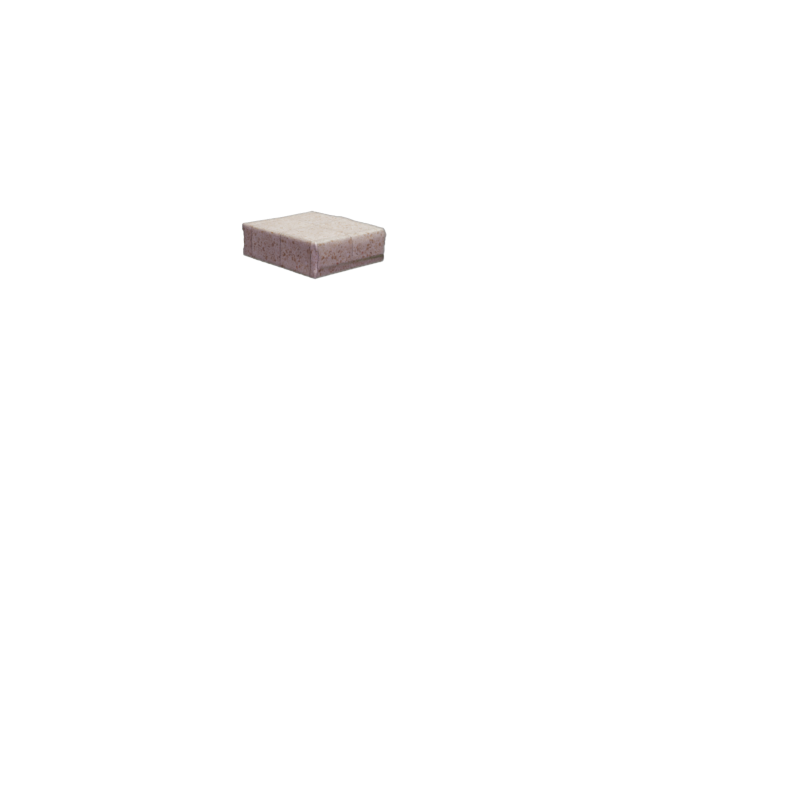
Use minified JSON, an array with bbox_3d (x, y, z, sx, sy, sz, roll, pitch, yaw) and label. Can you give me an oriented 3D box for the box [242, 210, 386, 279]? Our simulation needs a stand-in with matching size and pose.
[{"bbox_3d":[-0.067,-0.122,0.857,0.072,0.029,0.095,-17,27,-40],"label":"box"}]
